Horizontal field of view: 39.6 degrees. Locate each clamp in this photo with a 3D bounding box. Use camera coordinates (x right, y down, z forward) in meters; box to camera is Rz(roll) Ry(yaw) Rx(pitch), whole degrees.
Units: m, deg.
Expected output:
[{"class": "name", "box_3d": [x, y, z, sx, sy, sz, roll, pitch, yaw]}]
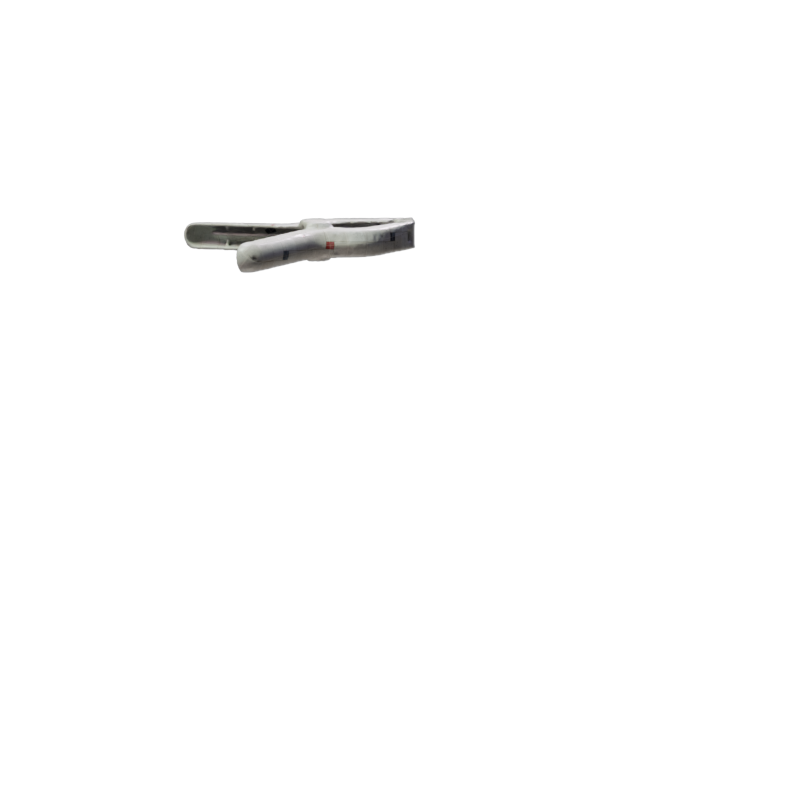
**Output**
[{"class": "clamp", "box_3d": [-0.078, -0.143, 0.999, 0.206, 0.035, 0.173, -5, 18, -17]}]
